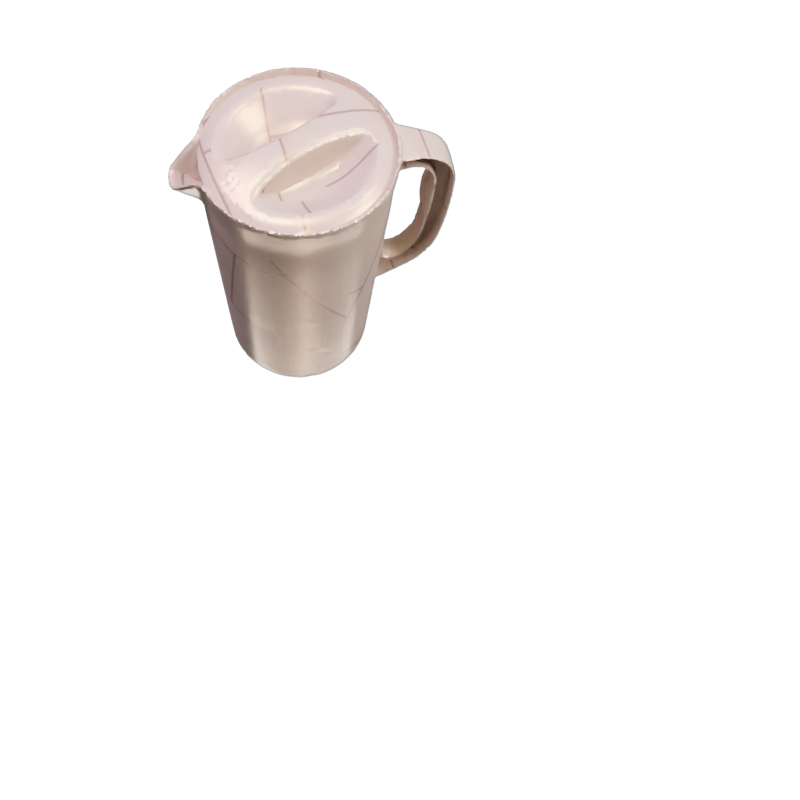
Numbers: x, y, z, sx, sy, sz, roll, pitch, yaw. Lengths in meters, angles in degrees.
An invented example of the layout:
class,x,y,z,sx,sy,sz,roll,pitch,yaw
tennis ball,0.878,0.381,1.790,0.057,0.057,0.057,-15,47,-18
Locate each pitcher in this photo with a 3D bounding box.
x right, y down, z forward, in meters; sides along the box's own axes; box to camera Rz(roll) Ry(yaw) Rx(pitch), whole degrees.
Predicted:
class,x,y,z,sx,sy,sz,roll,pitch,yaw
pitcher,-0.063,-0.114,0.799,0.155,0.148,0.229,33,-24,13
